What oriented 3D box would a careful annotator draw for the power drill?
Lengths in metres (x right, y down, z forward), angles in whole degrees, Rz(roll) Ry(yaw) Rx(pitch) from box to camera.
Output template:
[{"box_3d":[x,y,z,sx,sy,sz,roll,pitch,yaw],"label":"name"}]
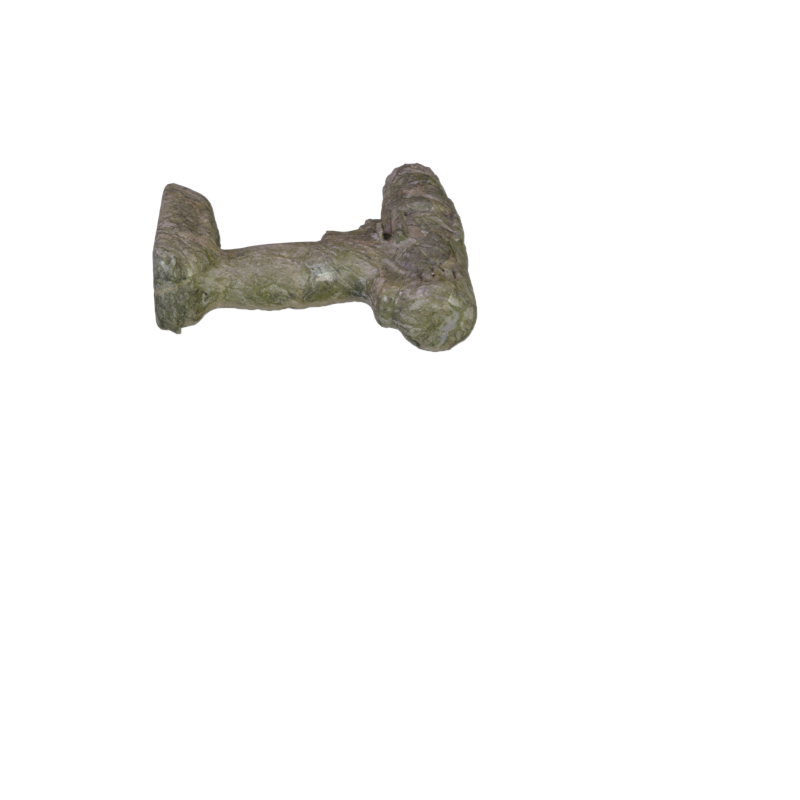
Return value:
[{"box_3d":[-0.053,-0.097,0.678,0.187,0.054,0.197,-2,33,-3],"label":"power drill"}]
